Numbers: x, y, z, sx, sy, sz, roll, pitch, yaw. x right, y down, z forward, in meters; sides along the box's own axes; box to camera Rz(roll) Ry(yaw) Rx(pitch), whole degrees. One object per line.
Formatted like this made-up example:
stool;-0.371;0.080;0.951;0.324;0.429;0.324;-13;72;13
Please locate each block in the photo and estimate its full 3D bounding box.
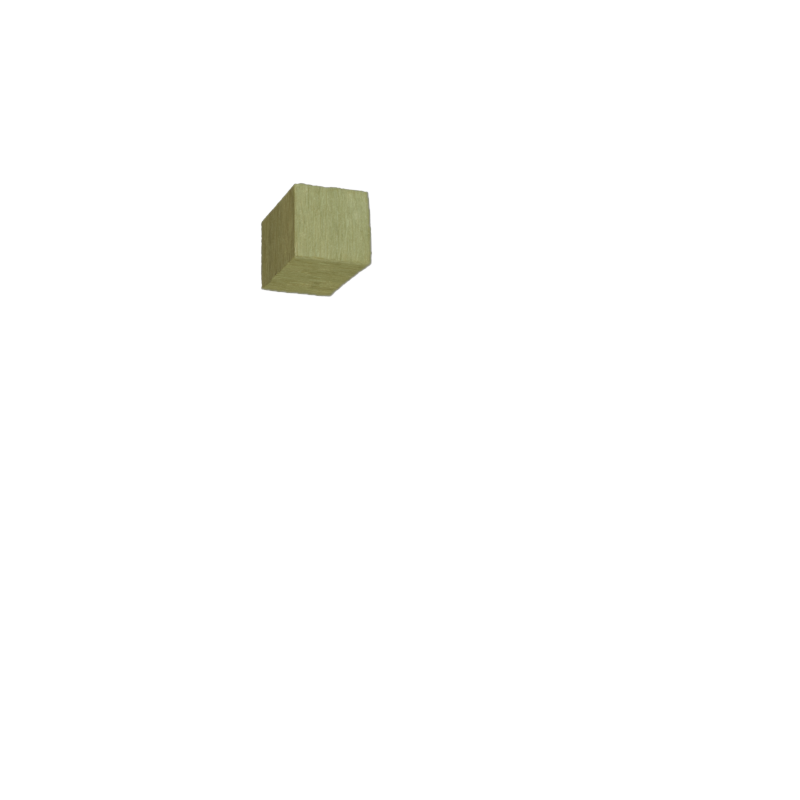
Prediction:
block;-0.057;-0.105;0.733;0.051;0.053;0.077;6;-15;-22
